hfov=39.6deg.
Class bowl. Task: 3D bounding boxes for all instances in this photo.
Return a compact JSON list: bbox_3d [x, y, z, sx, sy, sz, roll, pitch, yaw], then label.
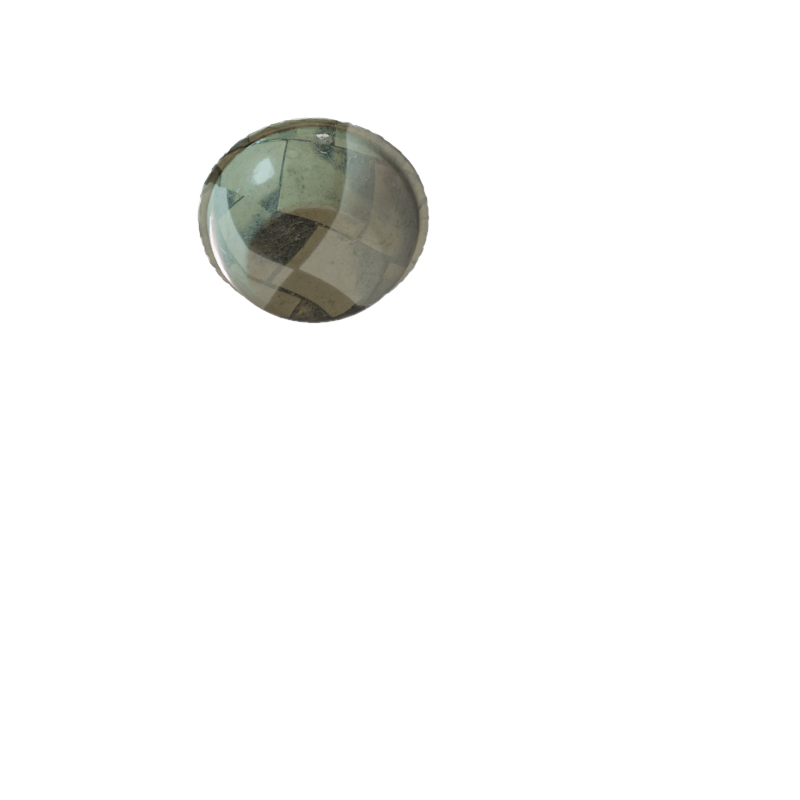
[{"bbox_3d":[-0.059,-0.107,0.751,0.162,0.152,0.059,1,35,-1],"label":"bowl"}]
